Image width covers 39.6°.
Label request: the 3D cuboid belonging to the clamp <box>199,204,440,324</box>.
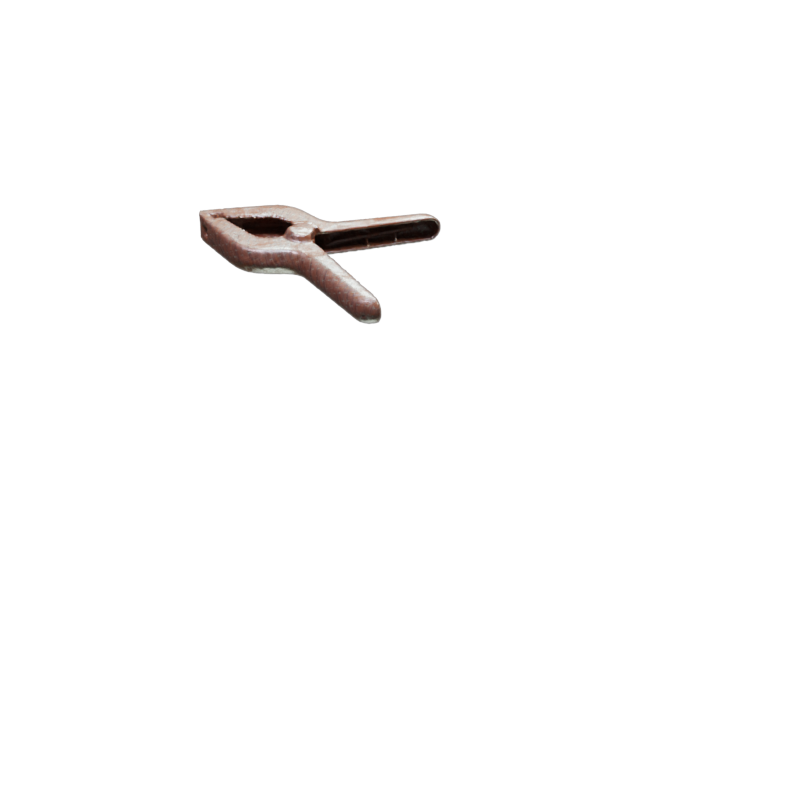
[{"bbox_3d":[-0.076,-0.139,0.974,0.219,0.034,0.168,18,38,23],"label":"clamp"}]
